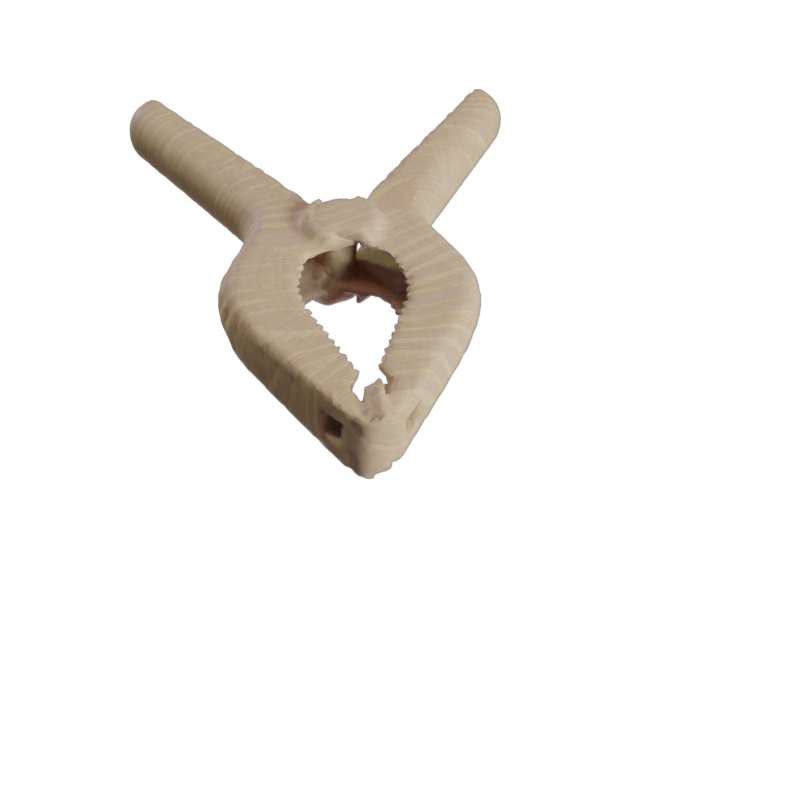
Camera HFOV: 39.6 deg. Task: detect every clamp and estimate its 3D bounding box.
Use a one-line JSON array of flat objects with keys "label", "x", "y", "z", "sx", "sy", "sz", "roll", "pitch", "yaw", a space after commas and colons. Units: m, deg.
[{"label": "clamp", "x": -0.034, "y": -0.061, "z": 0.429, "sx": 0.164, "sy": 0.034, "sz": 0.225, "roll": -1, "pitch": 43, "yaw": -1}]
